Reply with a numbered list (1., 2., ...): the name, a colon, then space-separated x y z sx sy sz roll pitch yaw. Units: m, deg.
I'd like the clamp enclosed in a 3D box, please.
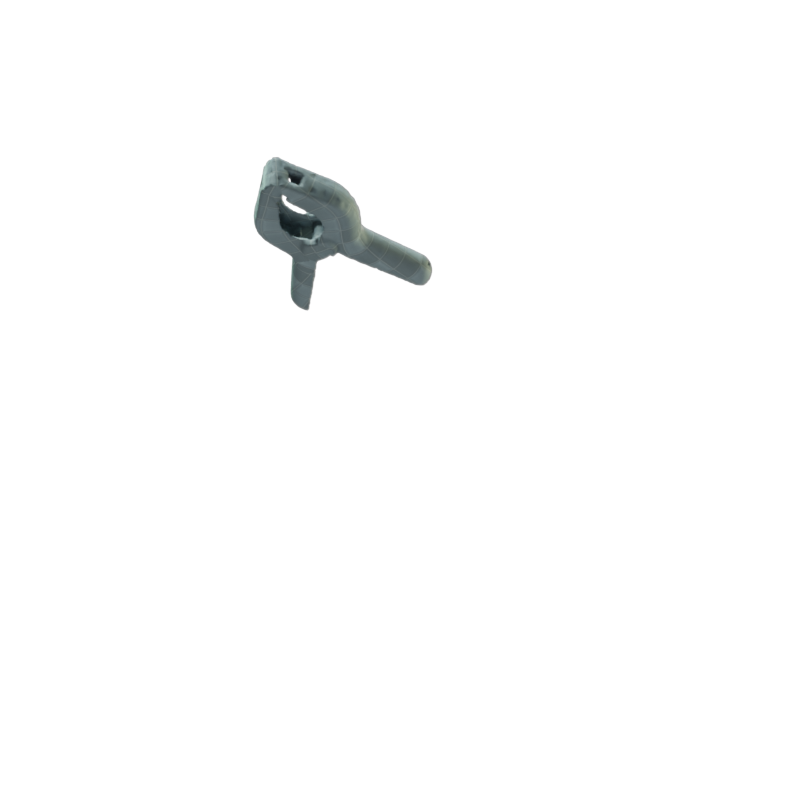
1. clamp: -0.066 -0.121 0.849 0.121 0.042 0.159 -22 -41 27
